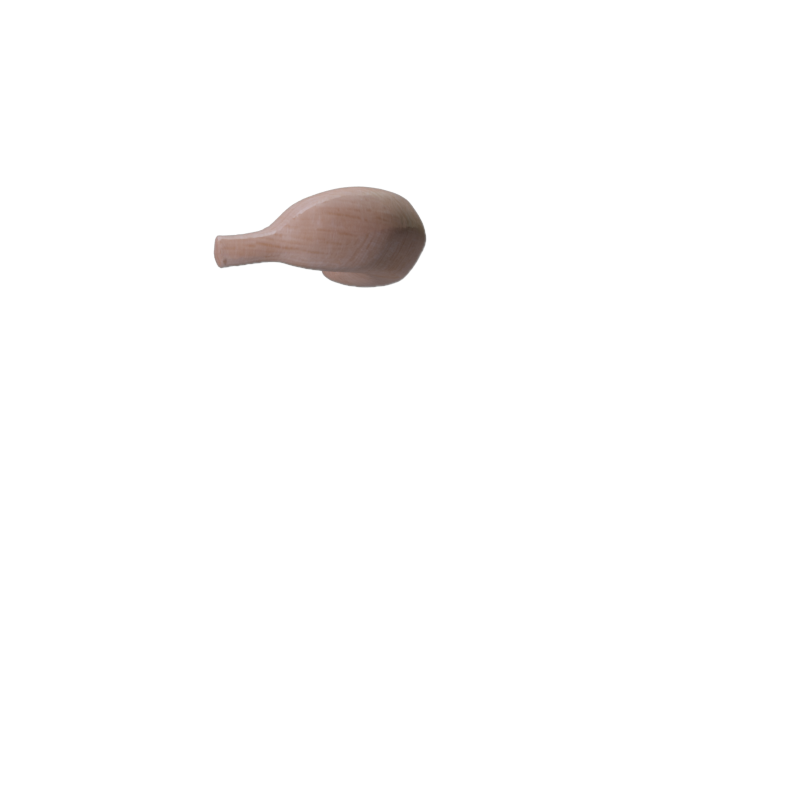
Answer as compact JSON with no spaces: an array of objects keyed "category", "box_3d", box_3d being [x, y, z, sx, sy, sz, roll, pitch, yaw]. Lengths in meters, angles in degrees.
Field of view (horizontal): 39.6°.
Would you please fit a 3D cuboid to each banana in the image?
[{"category":"banana","box_3d":[-0.022,-0.072,0.498,0.071,0.037,0.194,0,3,10]}]
